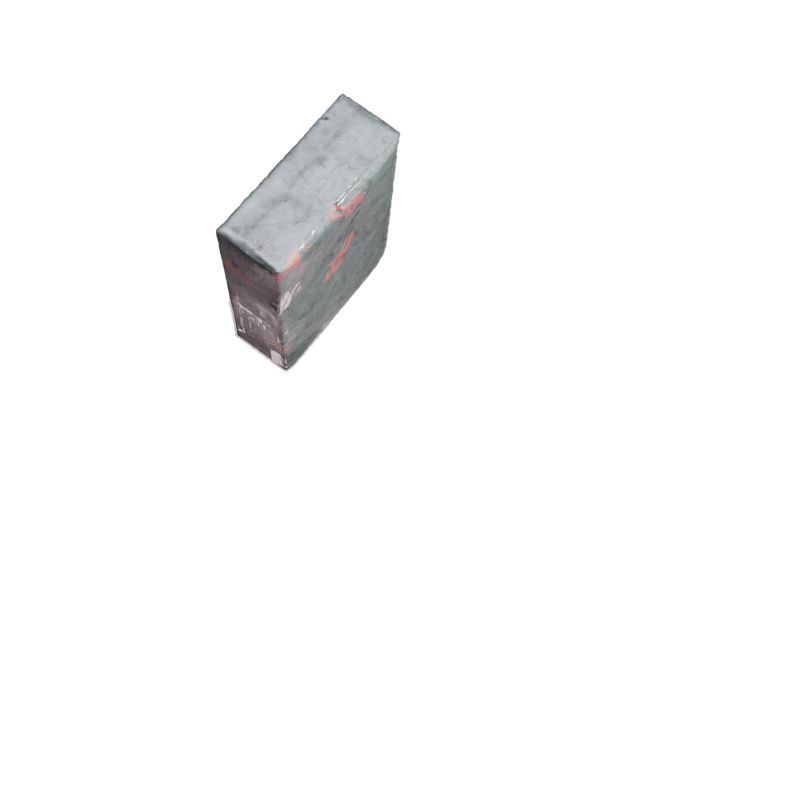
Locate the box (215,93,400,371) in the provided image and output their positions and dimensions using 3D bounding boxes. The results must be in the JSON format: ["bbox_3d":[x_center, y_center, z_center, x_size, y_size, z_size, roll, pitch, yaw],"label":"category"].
[{"bbox_3d":[-0.076,-0.138,0.965,0.074,0.167,0.203,35,-19,9],"label":"box"}]
